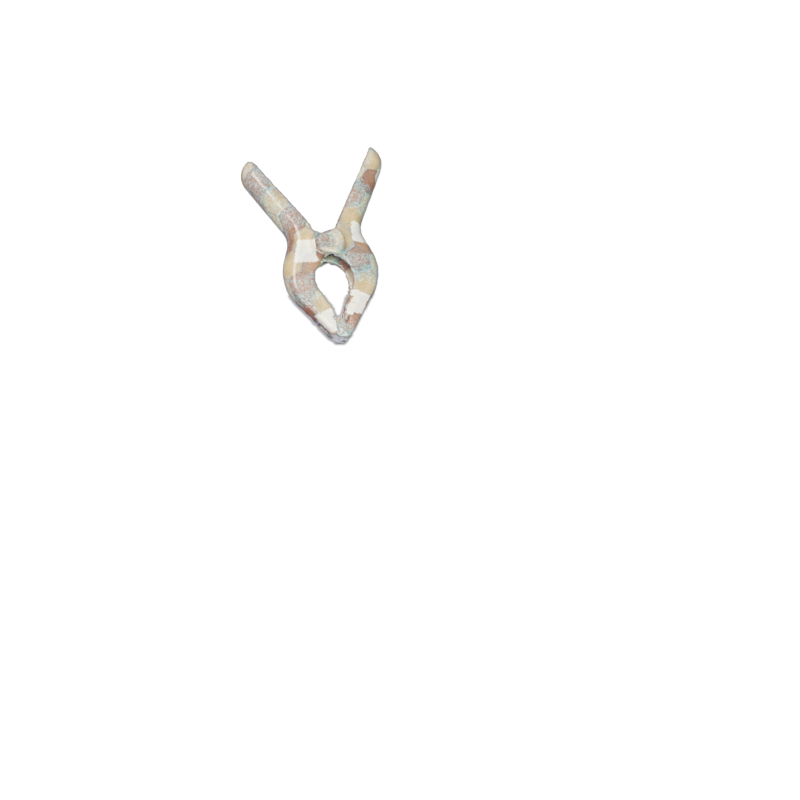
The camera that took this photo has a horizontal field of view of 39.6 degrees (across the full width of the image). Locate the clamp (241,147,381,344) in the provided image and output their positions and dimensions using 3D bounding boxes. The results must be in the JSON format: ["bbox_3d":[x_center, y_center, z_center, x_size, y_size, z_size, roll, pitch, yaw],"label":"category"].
[{"bbox_3d":[-0.072,-0.132,0.925,0.120,0.180,0.037,-2,-20,-1],"label":"clamp"}]
